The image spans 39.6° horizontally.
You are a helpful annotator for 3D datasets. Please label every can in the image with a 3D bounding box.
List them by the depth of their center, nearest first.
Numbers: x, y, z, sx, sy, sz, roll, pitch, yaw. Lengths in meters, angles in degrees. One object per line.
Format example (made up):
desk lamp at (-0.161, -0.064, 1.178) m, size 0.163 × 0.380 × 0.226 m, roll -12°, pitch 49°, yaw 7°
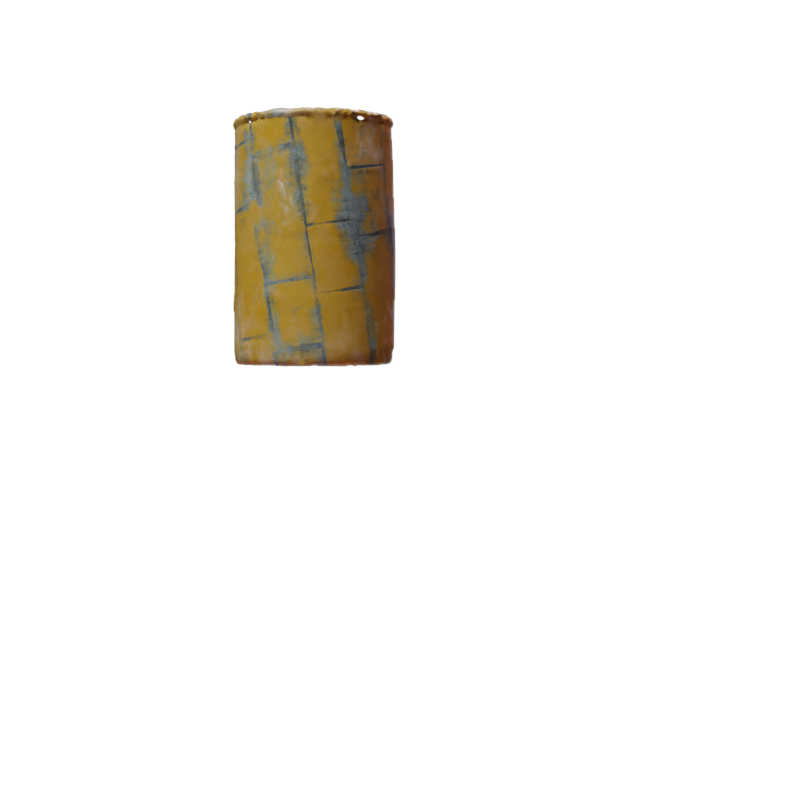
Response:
can at (-0.037, -0.067, 0.466) m, size 0.068 × 0.103 × 0.068 m, roll 0°, pitch -2°, yaw -2°
